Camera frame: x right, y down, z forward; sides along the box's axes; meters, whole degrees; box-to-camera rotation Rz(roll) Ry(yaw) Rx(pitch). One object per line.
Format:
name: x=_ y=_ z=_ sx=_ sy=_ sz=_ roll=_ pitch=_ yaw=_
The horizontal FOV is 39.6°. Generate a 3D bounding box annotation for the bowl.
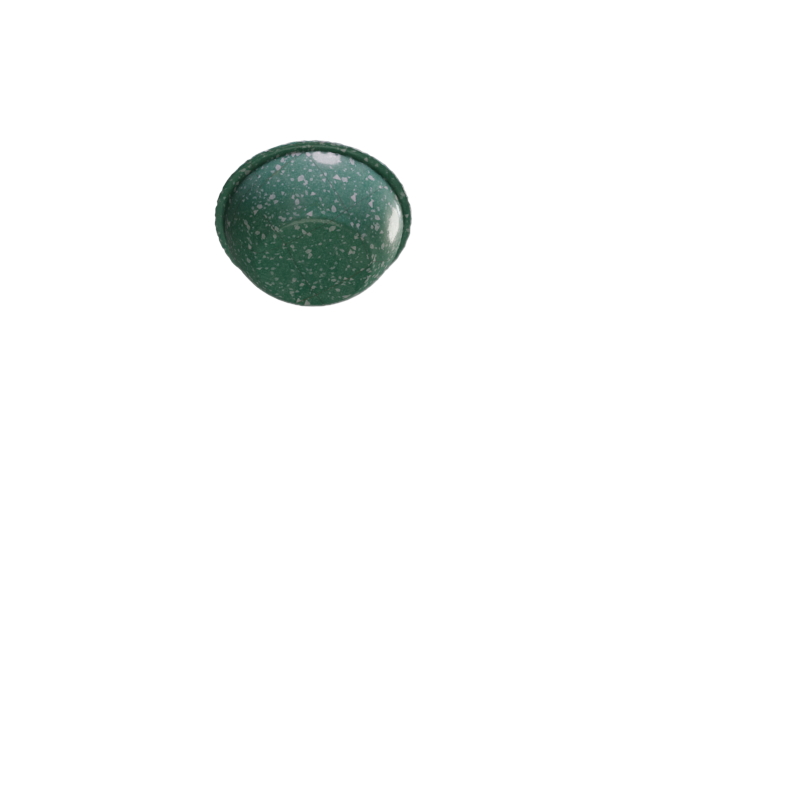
bowl: x=-0.070 y=-0.127 z=0.889 sx=0.162 sy=0.151 sz=0.059 roll=1 pitch=44 yaw=-1
